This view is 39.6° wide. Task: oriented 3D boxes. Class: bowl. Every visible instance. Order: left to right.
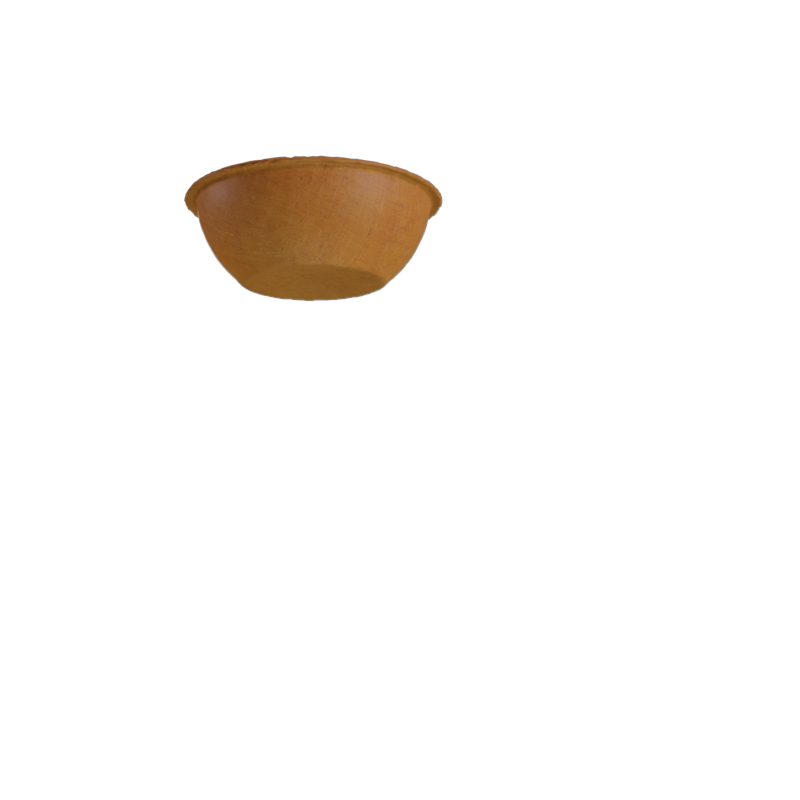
[{"bbox_3d":[-0.054,-0.099,0.692,0.162,0.057,0.157,0,-10,-2],"label":"bowl"}]
